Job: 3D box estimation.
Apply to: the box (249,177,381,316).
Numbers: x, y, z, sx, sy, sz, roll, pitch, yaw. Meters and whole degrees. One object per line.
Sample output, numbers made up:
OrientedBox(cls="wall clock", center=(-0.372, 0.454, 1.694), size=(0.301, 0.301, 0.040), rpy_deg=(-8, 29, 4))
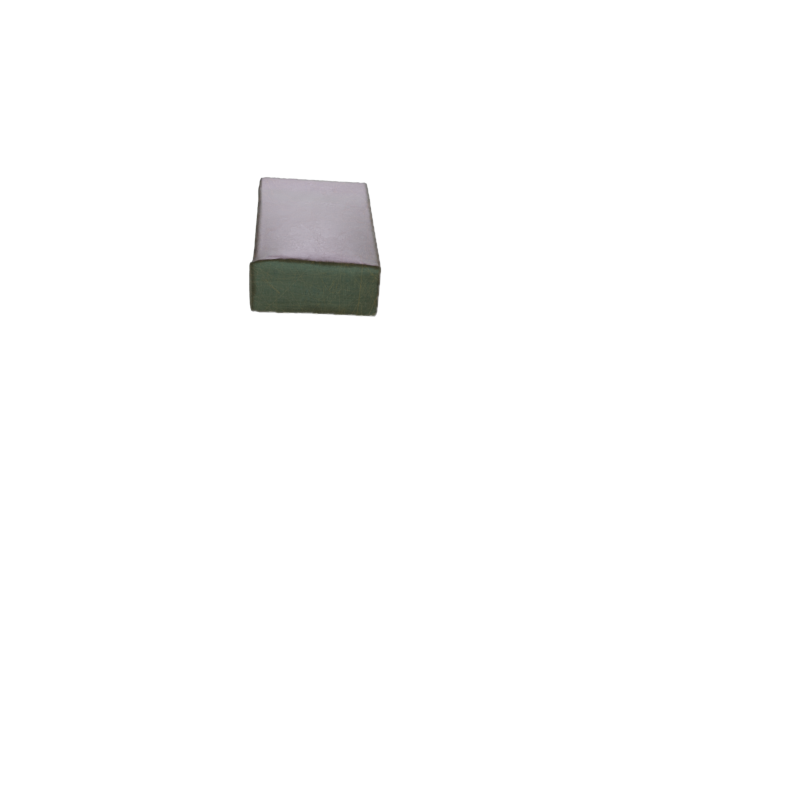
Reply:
OrientedBox(cls="box", center=(-0.067, -0.122, 0.856), size=(0.093, 0.046, 0.186), rpy_deg=(2, 27, -4))
